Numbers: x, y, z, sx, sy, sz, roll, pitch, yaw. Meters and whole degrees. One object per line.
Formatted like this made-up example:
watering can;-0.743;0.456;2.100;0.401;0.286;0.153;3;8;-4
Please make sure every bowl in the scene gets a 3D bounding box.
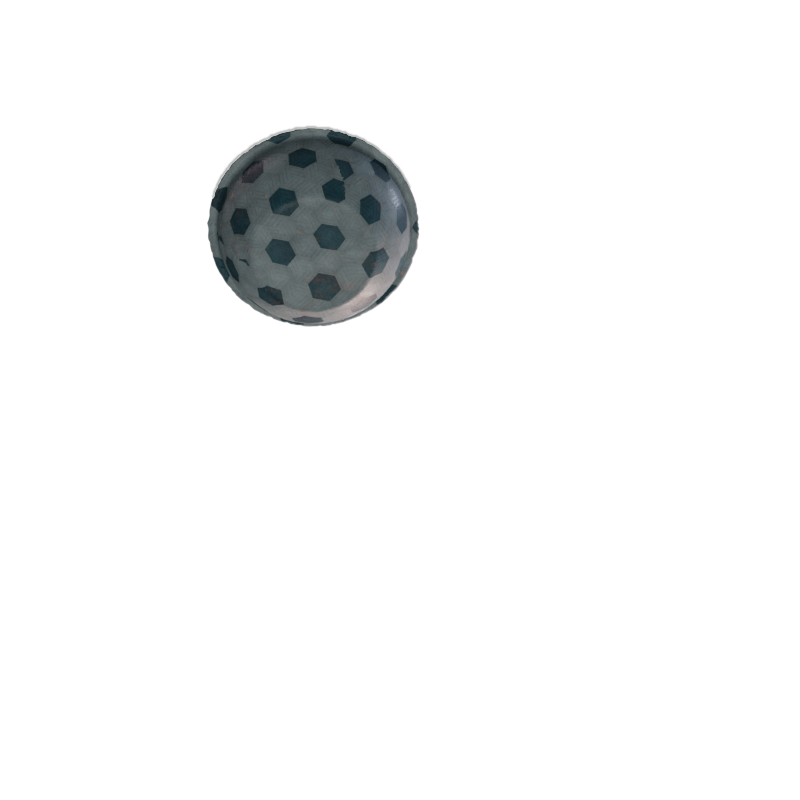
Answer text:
bowl;-0.065;-0.118;0.825;0.162;0.154;0.058;1;22;-1
